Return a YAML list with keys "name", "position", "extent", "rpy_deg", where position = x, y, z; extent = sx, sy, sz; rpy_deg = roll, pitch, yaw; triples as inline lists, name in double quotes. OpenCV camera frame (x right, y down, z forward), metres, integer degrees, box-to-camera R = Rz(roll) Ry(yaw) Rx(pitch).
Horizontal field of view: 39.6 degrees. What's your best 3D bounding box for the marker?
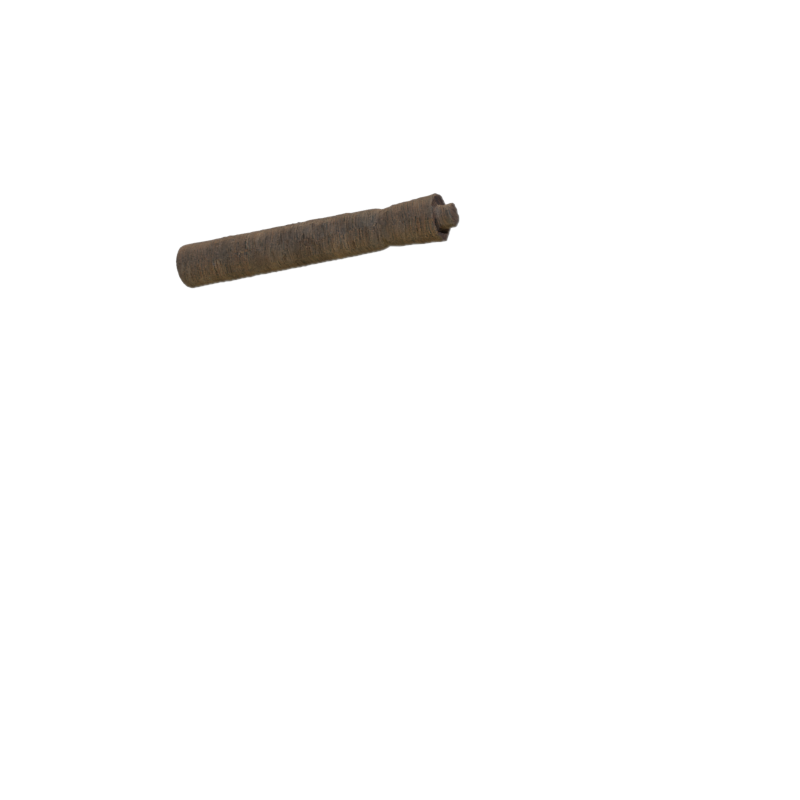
- name: "marker"
  position: [-0.035, -0.063, 0.444]
  extent: [0.123, 0.020, 0.019]
  rpy_deg: [-7, 1, 25]
